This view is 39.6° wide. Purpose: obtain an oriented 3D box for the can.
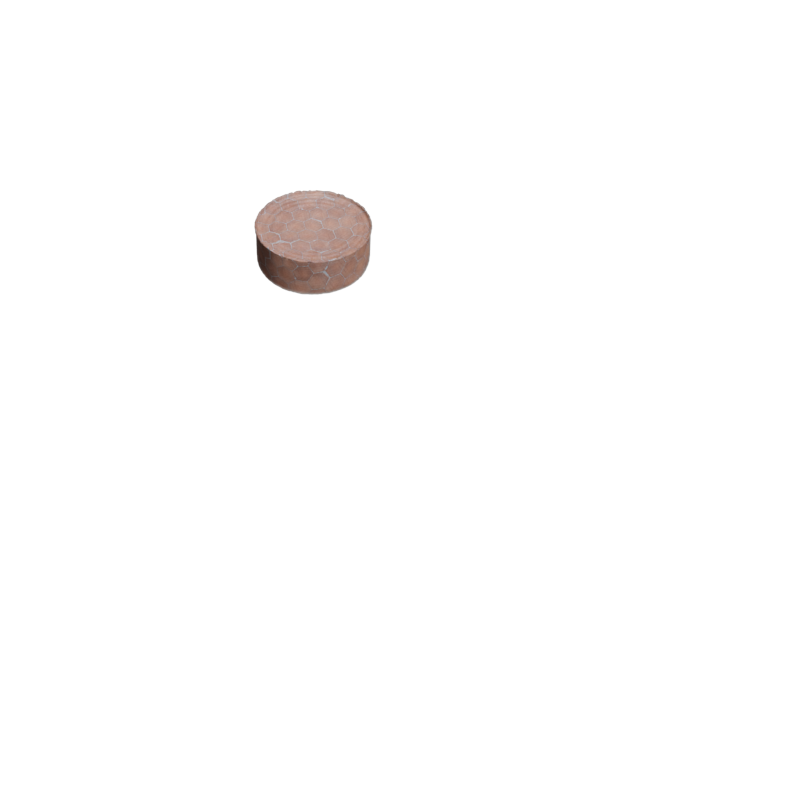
[{"bbox_3d":[-0.064,-0.117,0.818,0.086,0.031,0.092,-1,43,-2],"label":"can"}]
